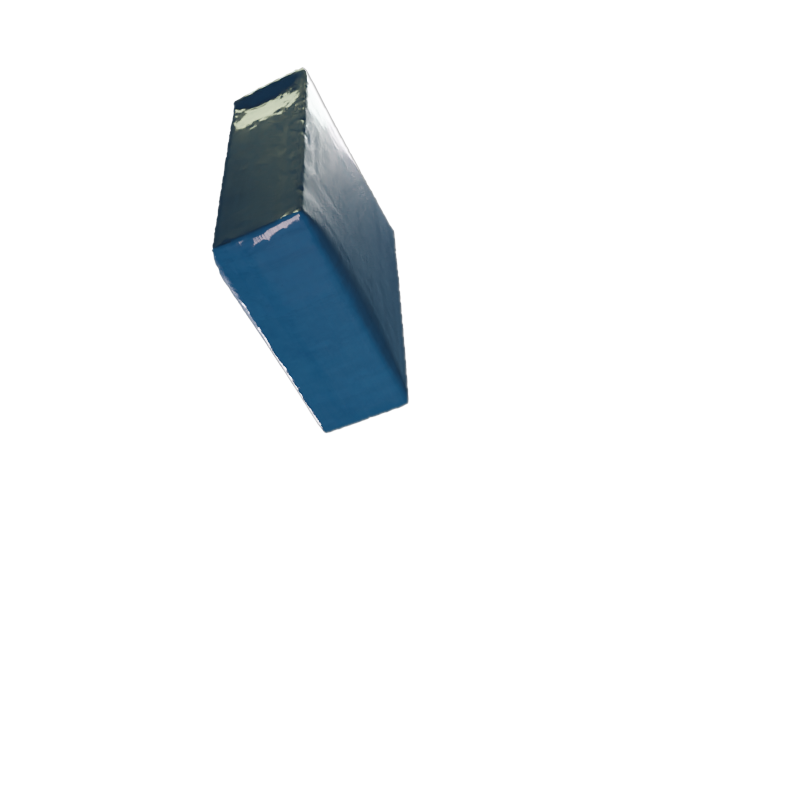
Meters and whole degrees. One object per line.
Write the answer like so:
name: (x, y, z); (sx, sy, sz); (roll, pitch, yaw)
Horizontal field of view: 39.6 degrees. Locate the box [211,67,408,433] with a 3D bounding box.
box: (-0.061, -0.111, 0.777); (0.072, 0.153, 0.229); (-22, 35, 13)
